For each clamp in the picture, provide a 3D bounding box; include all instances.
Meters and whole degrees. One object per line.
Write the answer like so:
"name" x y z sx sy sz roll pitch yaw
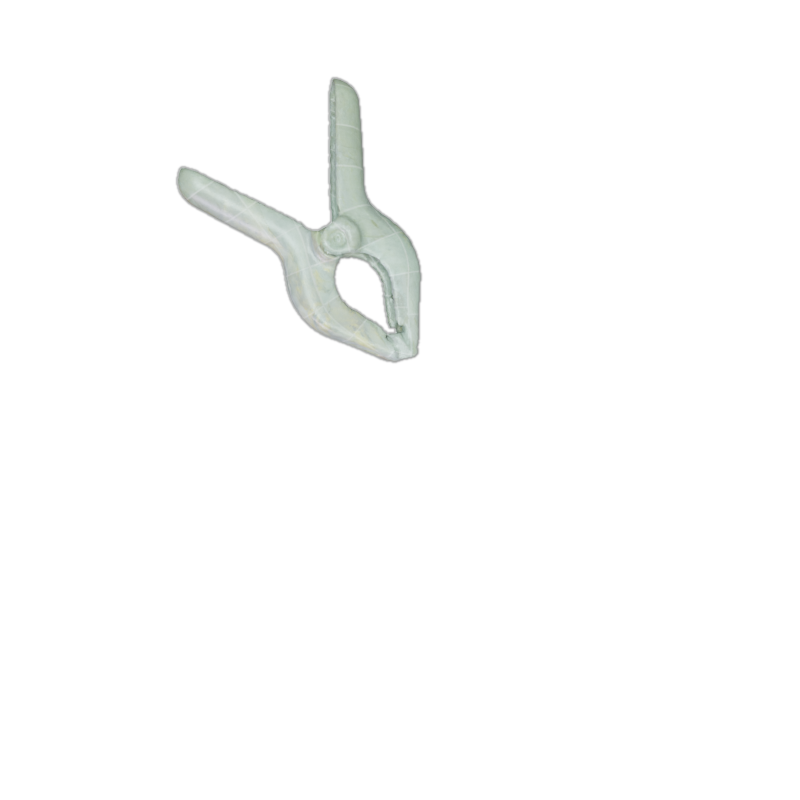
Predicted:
"clamp" -0.051 -0.093 0.652 0.120 0.175 0.038 -24 -7 -3
